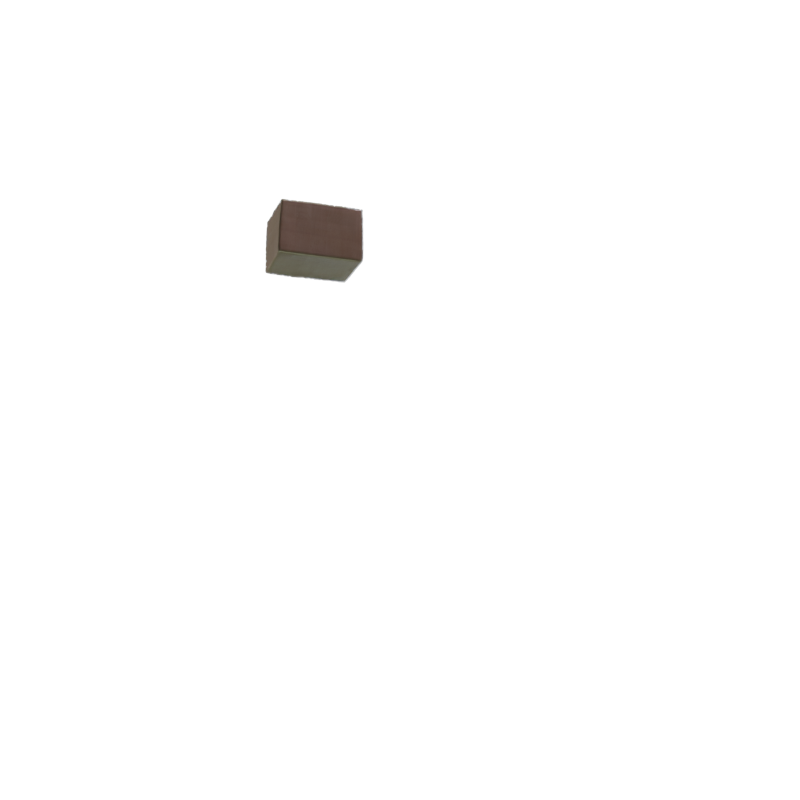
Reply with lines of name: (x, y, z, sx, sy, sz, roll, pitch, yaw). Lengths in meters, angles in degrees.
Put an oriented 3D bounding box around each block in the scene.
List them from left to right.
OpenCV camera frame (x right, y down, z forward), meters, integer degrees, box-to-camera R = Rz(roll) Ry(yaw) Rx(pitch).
block: (-0.077, -0.141, 0.986, 0.076, 0.054, 0.051, 6, -22, -17)
